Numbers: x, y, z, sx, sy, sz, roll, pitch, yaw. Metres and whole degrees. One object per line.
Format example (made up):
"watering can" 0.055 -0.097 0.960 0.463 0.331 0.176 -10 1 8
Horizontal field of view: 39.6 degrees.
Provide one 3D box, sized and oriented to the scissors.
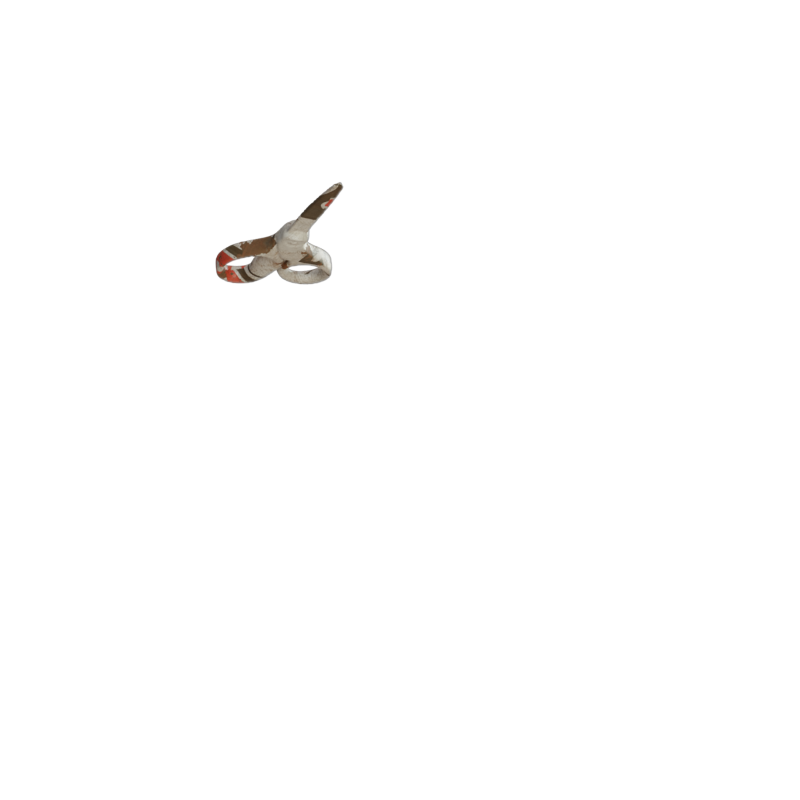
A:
"scissors" -0.062 -0.112 0.786 0.092 0.016 0.204 8 -14 -35
